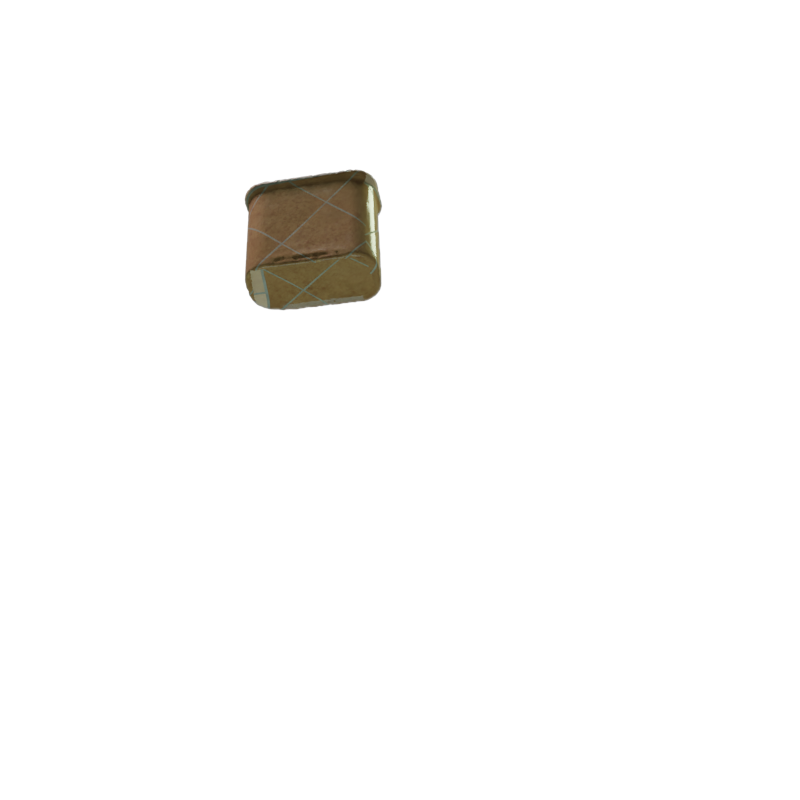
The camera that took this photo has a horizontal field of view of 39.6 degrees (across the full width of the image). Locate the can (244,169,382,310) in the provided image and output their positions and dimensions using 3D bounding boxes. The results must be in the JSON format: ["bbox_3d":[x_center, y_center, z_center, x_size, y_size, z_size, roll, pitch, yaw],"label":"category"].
[{"bbox_3d":[-0.064,-0.116,0.816,0.103,0.090,0.053,-7,-40,7],"label":"can"}]
